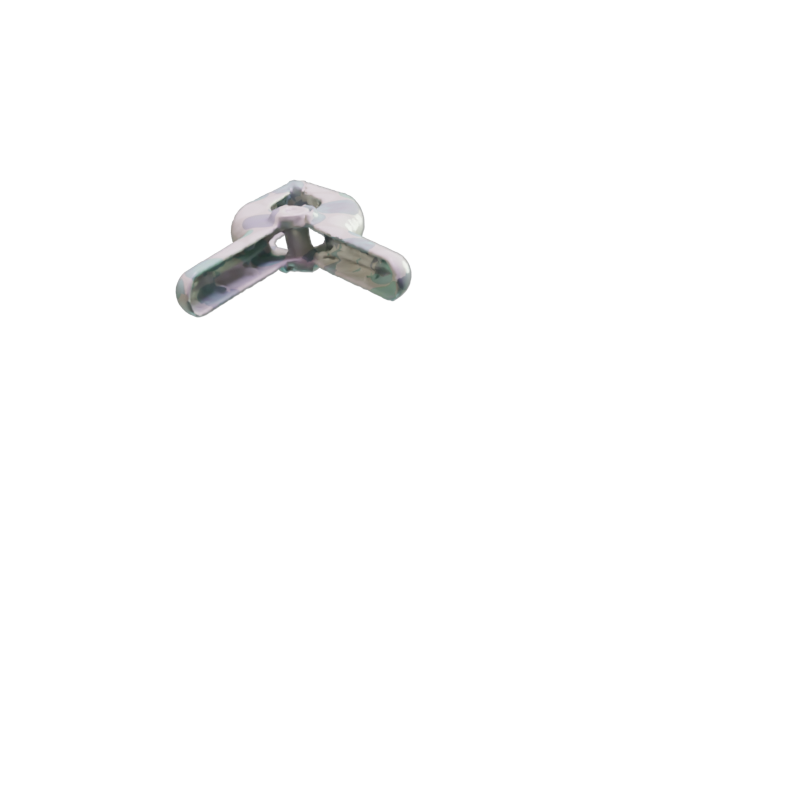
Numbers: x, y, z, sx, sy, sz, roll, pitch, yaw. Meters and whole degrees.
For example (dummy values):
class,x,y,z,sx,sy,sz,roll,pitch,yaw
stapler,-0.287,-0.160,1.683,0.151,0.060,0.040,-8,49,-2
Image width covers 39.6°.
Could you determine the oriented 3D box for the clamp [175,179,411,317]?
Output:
class,x,y,z,sx,sy,sz,roll,pitch,yaw
clamp,-0.049,-0.090,0.630,0.121,0.037,0.179,3,29,6
